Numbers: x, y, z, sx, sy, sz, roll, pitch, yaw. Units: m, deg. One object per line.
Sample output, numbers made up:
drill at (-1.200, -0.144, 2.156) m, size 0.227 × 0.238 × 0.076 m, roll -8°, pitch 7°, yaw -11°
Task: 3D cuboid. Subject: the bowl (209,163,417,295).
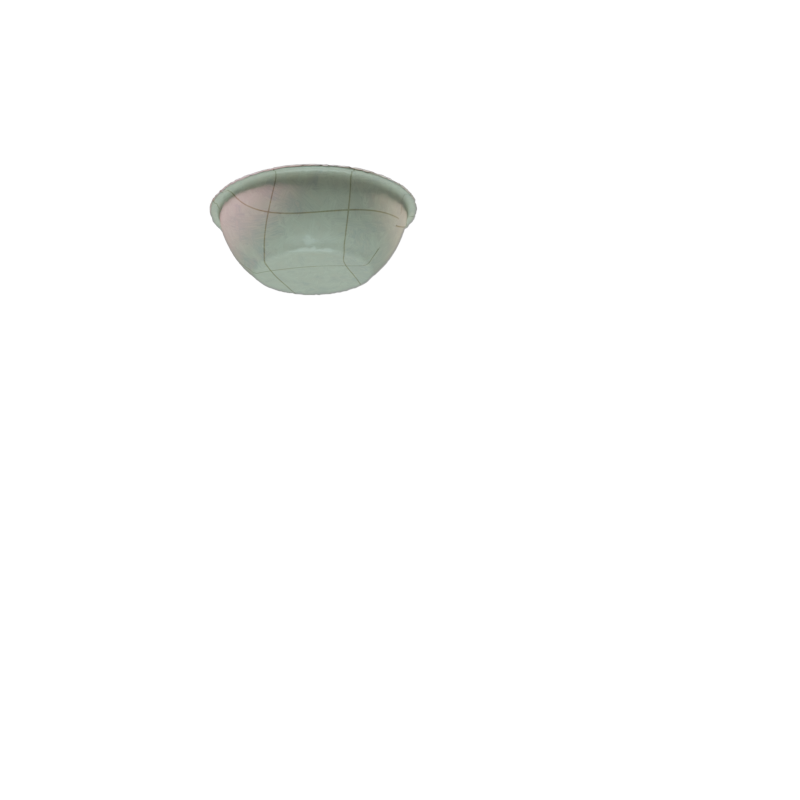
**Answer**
bowl at (-0.067, -0.122, 0.856) m, size 0.162 × 0.058 × 0.155 m, roll 0°, pitch -17°, yaw -2°
